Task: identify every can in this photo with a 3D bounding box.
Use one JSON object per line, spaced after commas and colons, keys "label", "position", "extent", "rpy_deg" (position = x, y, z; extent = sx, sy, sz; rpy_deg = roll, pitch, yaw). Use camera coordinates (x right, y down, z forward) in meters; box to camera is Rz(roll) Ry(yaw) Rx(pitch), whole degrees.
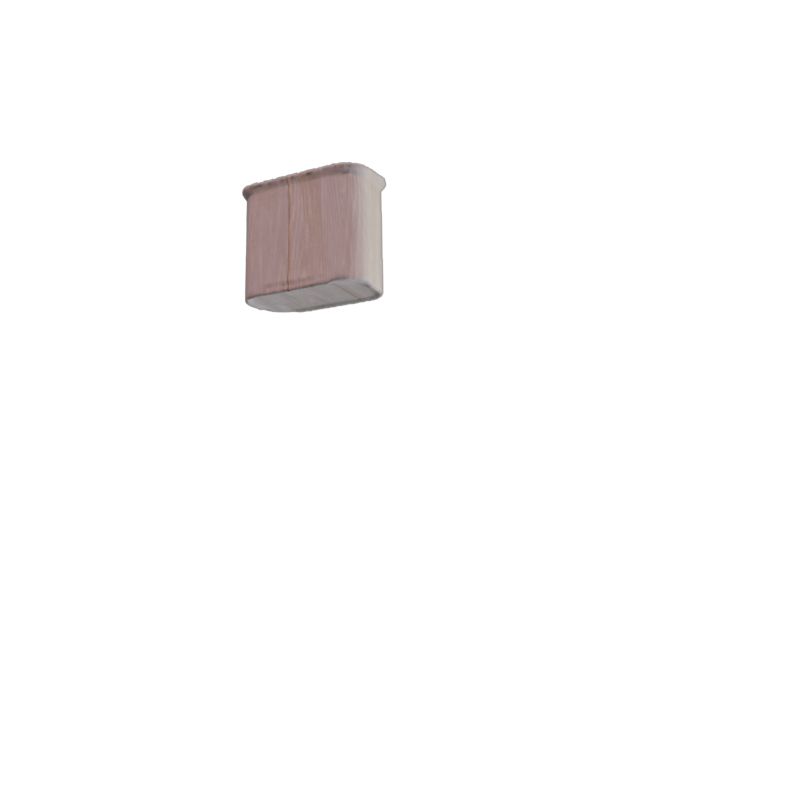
{"label": "can", "position": [-0.060, -0.110, 0.772], "extent": [0.104, 0.087, 0.054], "rpy_deg": [-9, -19, 28]}
